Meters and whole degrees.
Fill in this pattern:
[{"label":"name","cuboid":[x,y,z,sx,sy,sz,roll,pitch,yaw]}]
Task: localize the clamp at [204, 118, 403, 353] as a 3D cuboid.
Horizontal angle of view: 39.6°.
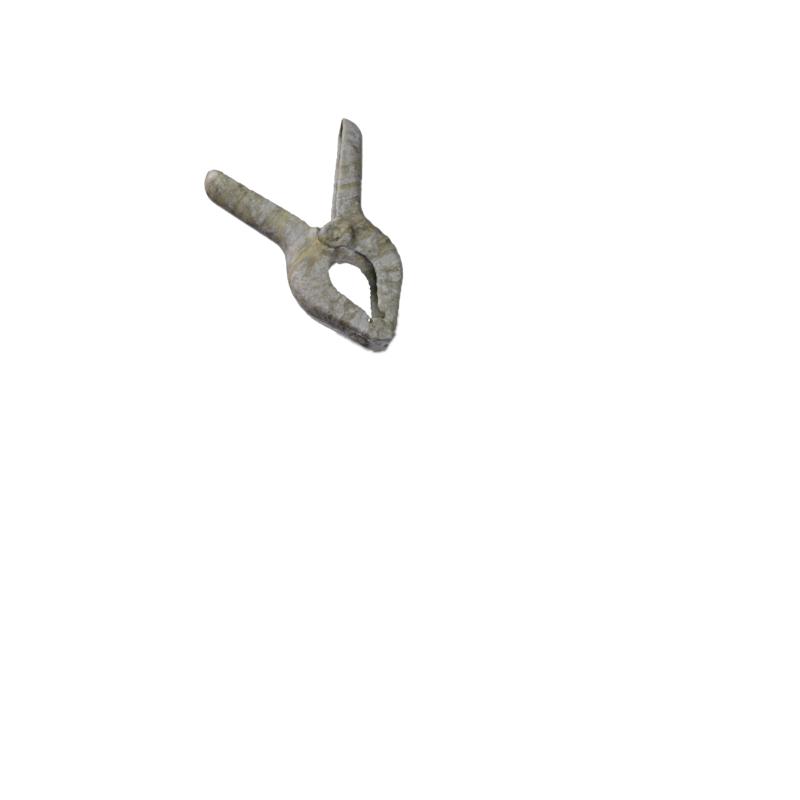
[{"label":"clamp","cuboid":[-0.060,-0.109,0.763,0.119,0.181,0.037,-18,-22,-8]}]
